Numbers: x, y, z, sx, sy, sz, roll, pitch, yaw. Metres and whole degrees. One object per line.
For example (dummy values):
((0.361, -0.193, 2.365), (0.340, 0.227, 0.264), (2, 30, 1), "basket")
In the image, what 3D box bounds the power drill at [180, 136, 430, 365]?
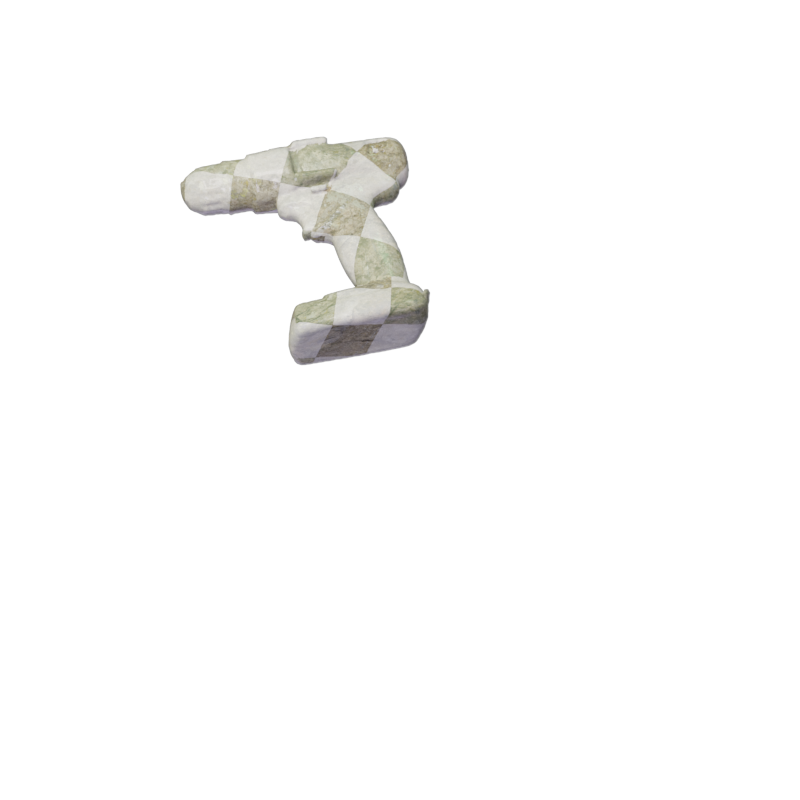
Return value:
((-0.067, -0.121, 0.851), (0.183, 0.202, 0.054), (-11, -33, -8), "power drill")
